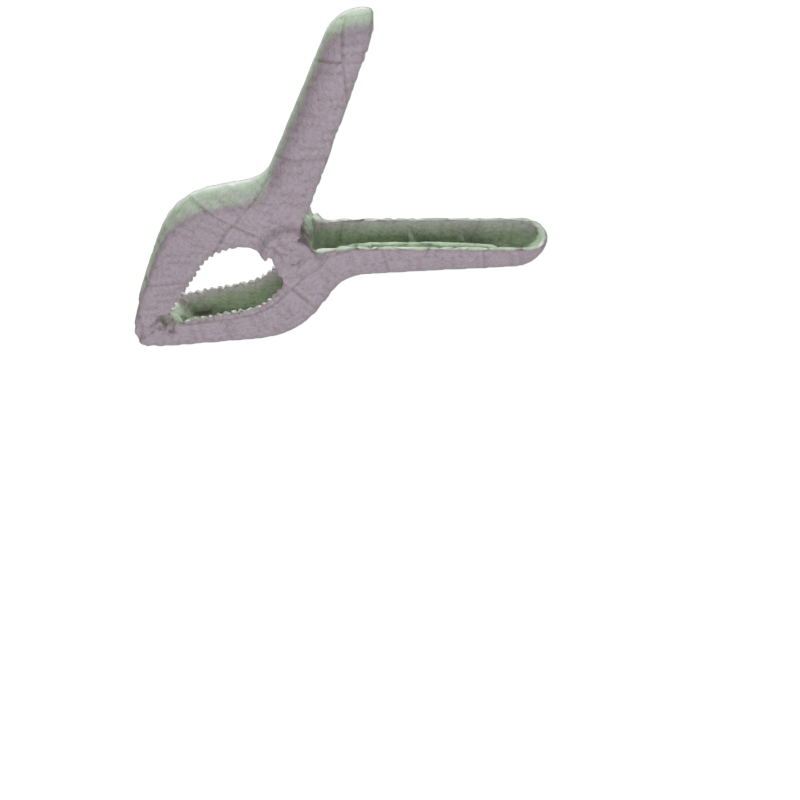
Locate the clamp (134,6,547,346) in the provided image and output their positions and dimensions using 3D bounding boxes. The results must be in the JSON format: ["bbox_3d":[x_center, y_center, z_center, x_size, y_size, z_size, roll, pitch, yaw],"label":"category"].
[{"bbox_3d":[-0.043,-0.079,0.553,0.208,0.039,0.154,-33,-56,26],"label":"clamp"}]
